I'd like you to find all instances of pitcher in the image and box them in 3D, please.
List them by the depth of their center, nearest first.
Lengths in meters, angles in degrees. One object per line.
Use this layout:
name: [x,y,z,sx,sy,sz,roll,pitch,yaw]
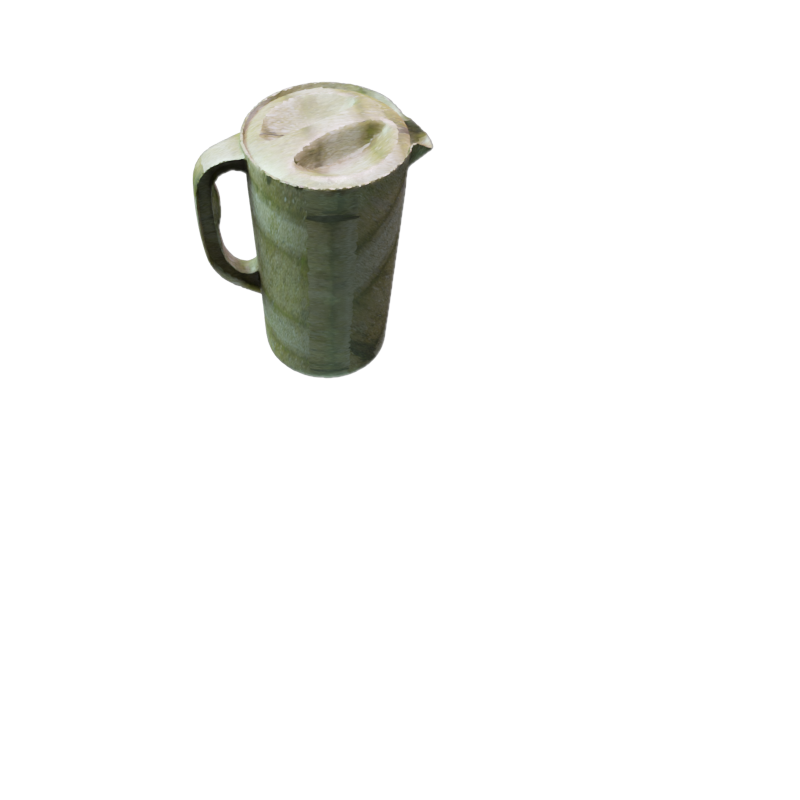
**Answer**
pitcher: [-0.072,-0.132,0.924,0.157,0.226,0.148,28,52,21]
